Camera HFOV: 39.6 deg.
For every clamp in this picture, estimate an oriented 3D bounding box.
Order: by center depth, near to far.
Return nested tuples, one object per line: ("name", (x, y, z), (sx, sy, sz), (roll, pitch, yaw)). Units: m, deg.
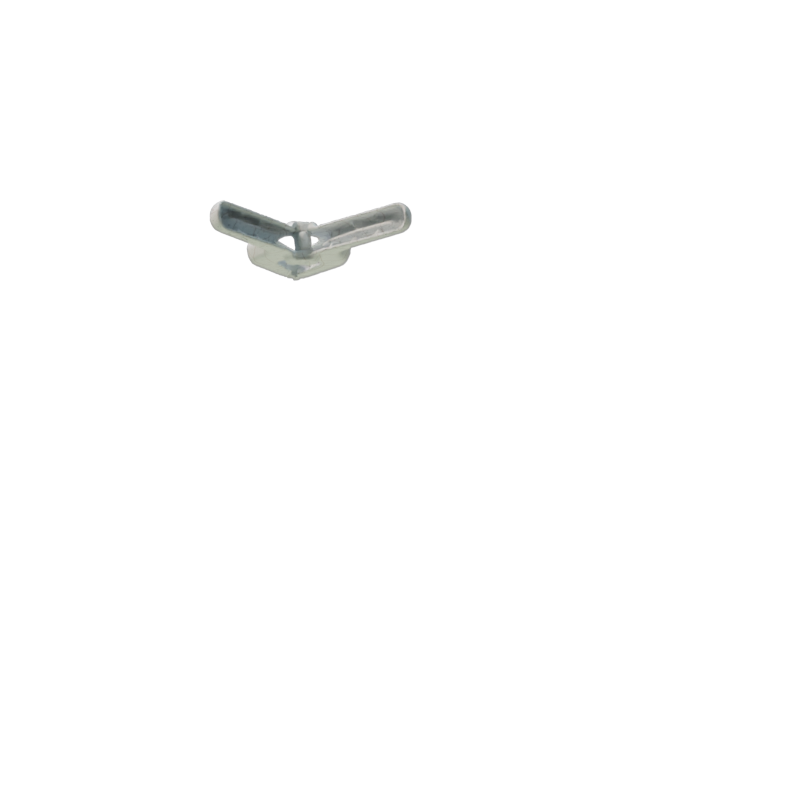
("clamp", (-0.077, -0.141, 0.986), (0.164, 0.037, 0.205), (0, -6, -2))
